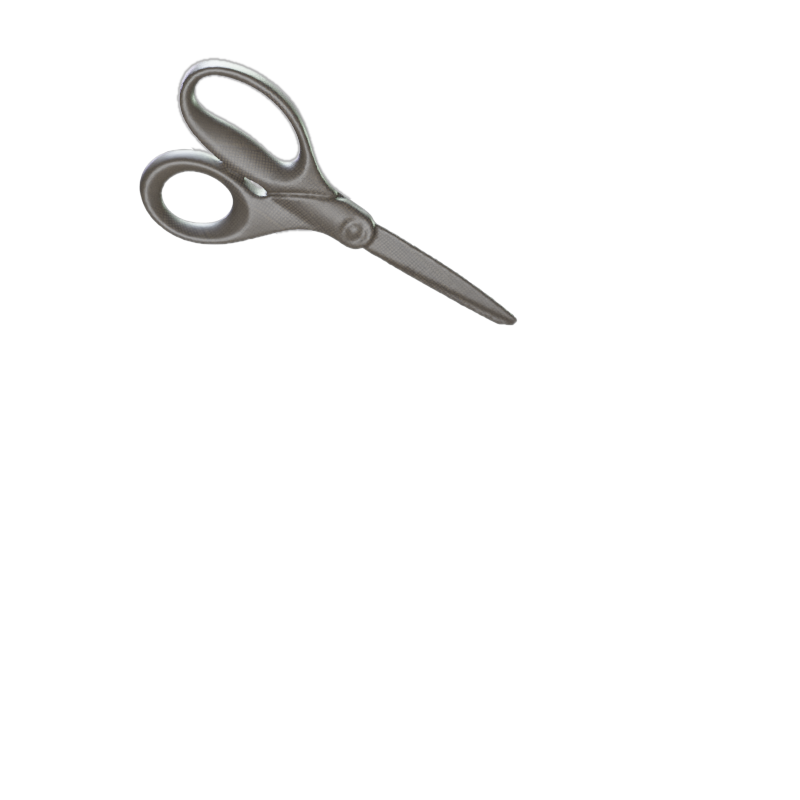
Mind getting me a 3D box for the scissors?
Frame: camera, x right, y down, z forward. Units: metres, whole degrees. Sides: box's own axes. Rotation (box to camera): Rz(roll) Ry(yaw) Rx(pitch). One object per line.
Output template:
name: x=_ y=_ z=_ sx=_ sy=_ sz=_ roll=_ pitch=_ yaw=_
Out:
scissors: x=-0.042 y=-0.077 z=0.538 sx=0.095 sy=0.193 sz=0.017 roll=-39 pitch=18 yaw=16
